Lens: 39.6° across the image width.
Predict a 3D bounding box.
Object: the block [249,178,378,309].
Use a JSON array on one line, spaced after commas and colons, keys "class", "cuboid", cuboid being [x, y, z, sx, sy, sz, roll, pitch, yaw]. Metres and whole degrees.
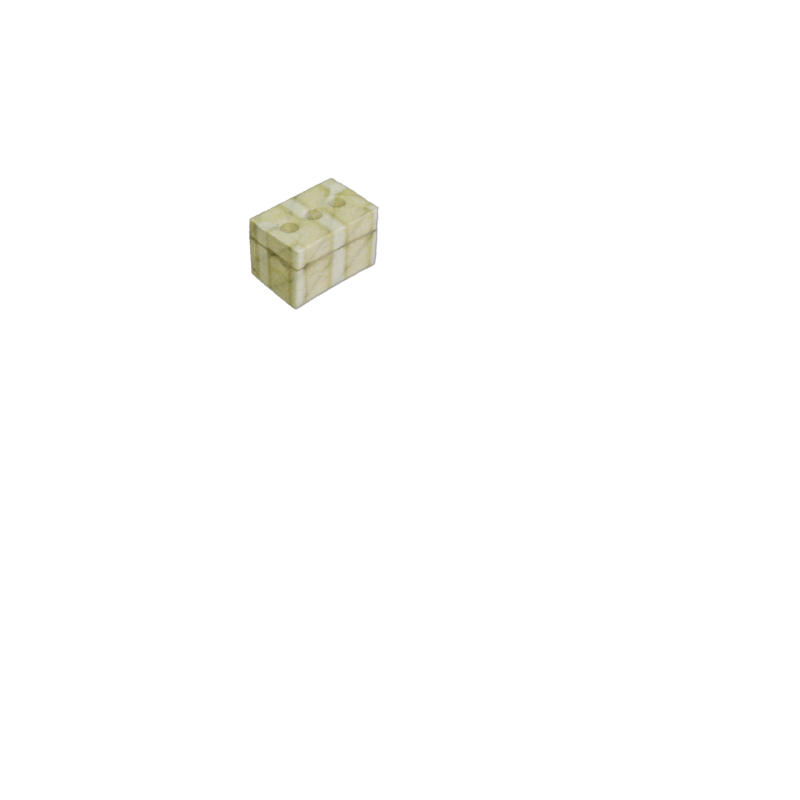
[{"class": "block", "cuboid": [-0.061, -0.111, 0.781, 0.078, 0.048, 0.056, -33, 53, -31]}]
